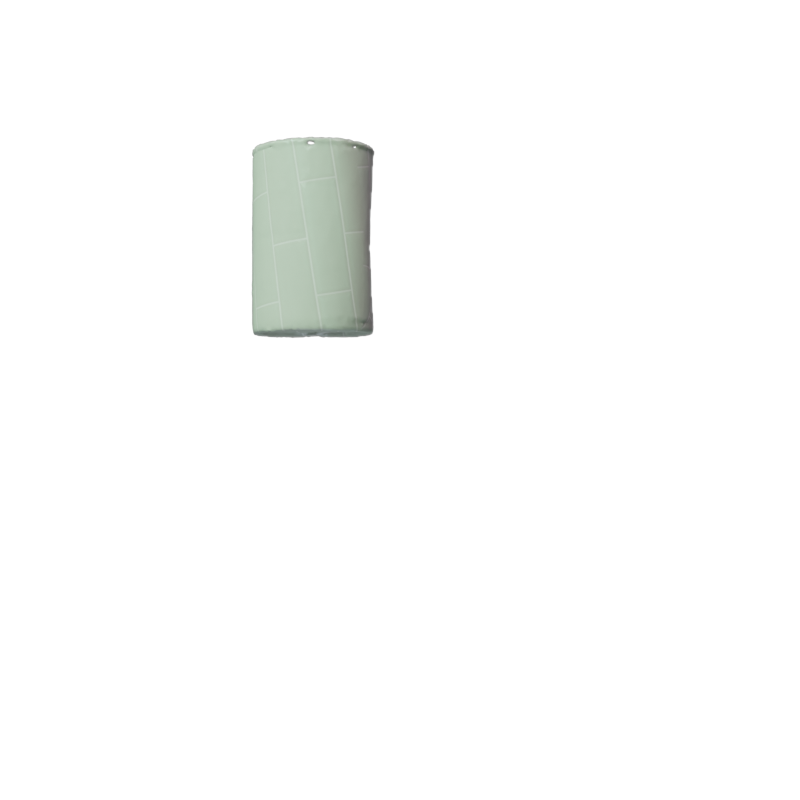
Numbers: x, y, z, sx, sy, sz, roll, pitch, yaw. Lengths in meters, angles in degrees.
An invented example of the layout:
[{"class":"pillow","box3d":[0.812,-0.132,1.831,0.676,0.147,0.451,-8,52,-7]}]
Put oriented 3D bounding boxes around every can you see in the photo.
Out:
[{"class":"can","box3d":[-0.048,-0.087,0.609,0.068,0.104,0.067,0,-6,-2]}]
